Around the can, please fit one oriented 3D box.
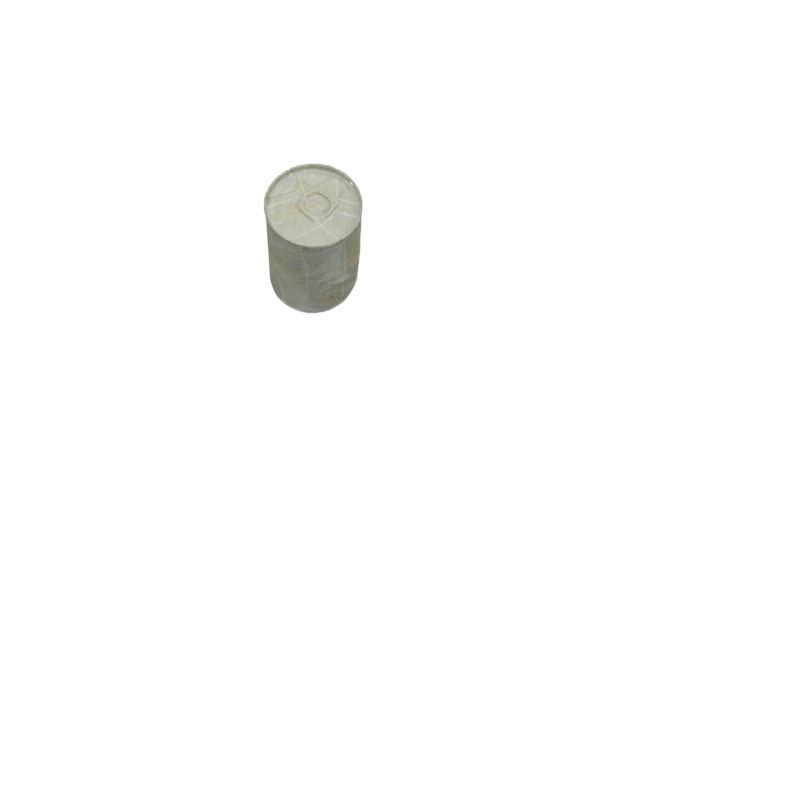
[{"bbox_3d":[-0.063,-0.114,0.801,0.068,0.073,0.096,0,-26,-3],"label":"can"}]
